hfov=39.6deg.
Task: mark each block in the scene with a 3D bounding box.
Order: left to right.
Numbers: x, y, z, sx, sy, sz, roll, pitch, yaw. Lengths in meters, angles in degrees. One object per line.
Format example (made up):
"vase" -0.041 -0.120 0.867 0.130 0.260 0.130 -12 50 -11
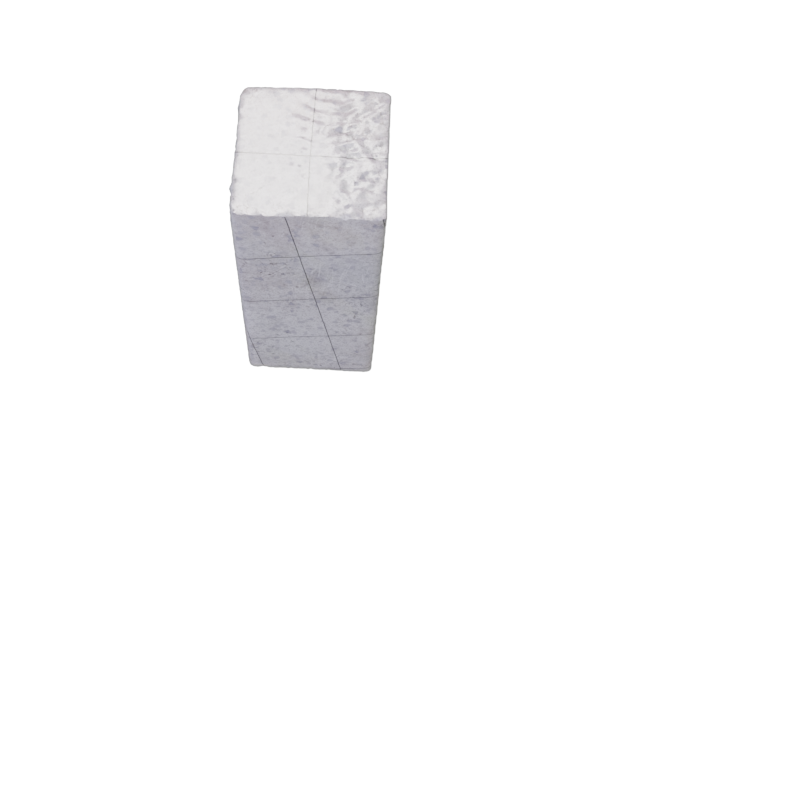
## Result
"block" -0.057 -0.103 0.716 0.090 0.096 0.195 3 -24 -2
